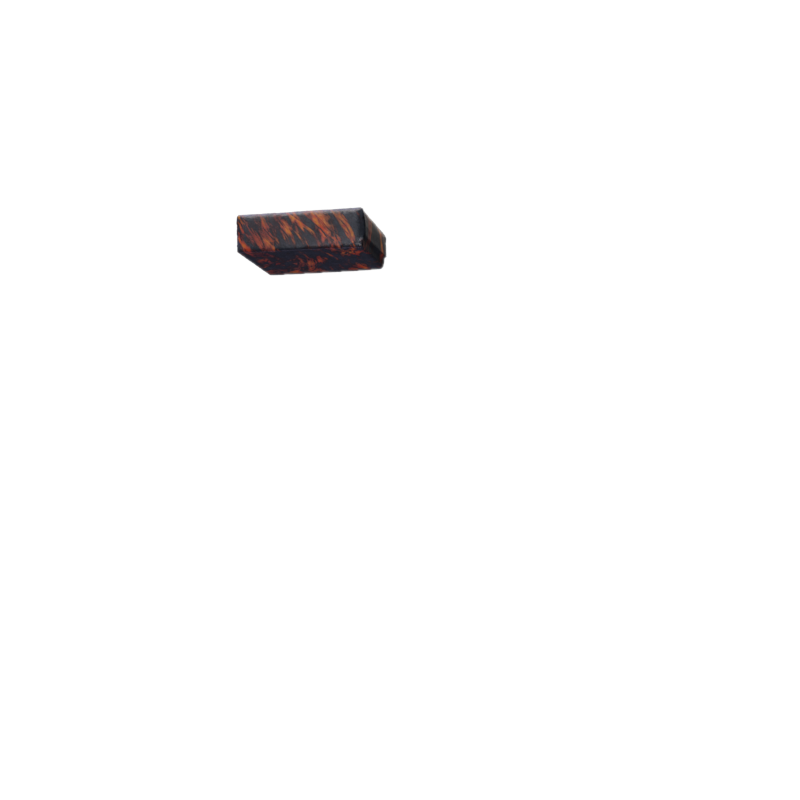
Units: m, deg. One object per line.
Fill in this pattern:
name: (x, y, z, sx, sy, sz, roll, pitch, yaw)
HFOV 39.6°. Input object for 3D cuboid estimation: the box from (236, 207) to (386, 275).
box: (-0.060, -0.110, 0.767, 0.091, 0.031, 0.070, -2, -7, 14)
